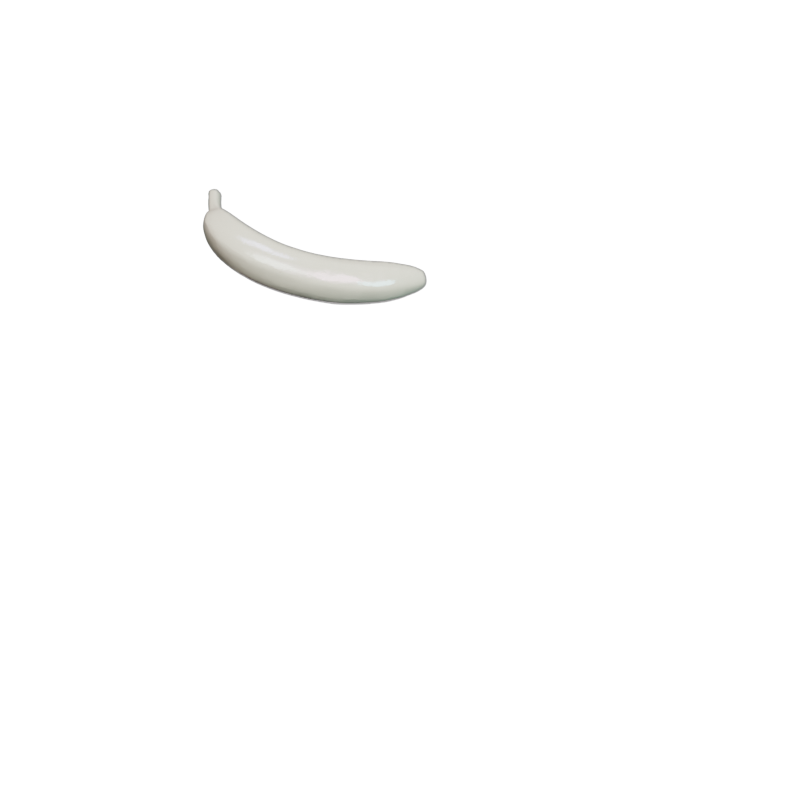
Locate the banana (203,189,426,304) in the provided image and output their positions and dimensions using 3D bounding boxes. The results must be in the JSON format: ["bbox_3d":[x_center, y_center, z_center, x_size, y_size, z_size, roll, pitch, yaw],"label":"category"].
[{"bbox_3d":[-0.080,-0.112,0.875,0.203,0.072,0.034,24,-27,13],"label":"banana"}]
